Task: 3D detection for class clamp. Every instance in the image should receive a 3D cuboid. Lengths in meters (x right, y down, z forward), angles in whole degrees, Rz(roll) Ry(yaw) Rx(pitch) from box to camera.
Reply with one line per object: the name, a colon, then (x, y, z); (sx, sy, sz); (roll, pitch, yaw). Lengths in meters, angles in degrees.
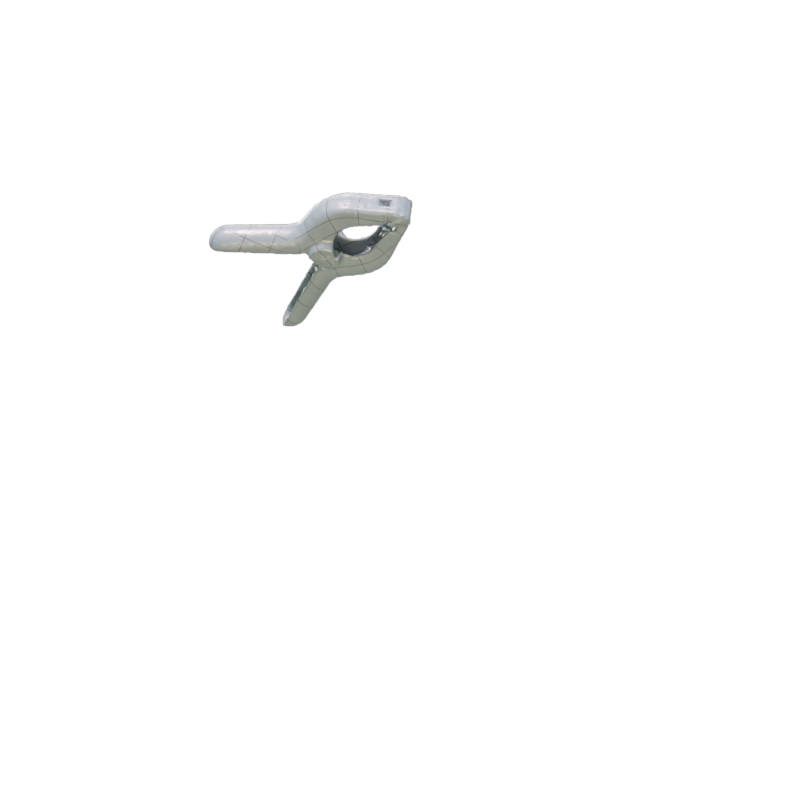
clamp: (-0.072, -0.132, 0.926); (0.171, 0.042, 0.112); (-31, -50, 29)
